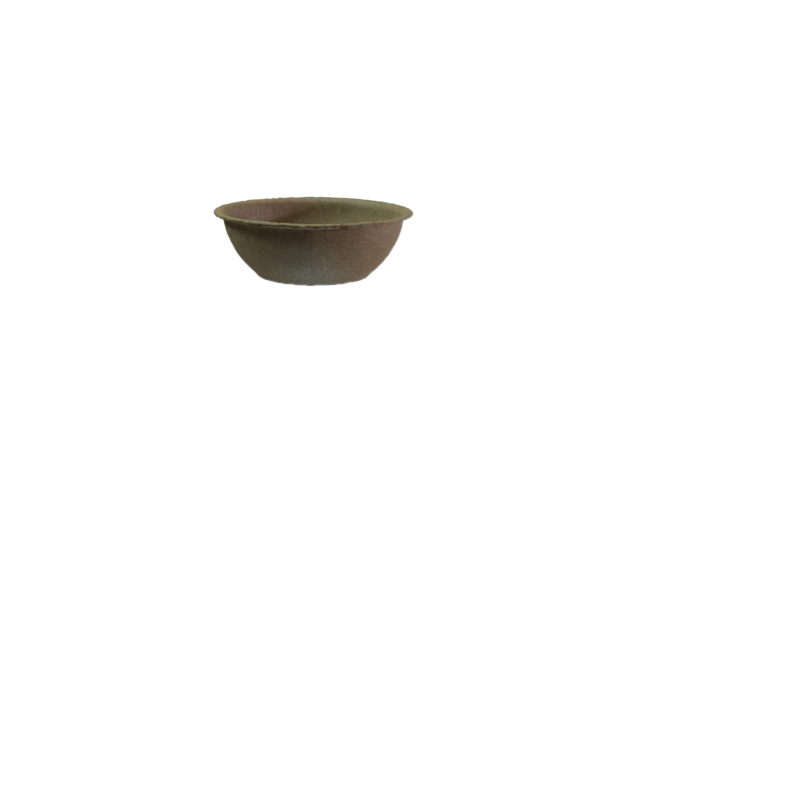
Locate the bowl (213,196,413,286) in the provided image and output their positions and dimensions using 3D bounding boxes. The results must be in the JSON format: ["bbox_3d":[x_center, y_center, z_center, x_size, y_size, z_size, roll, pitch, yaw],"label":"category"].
[{"bbox_3d":[-0.071,-0.129,0.904,0.162,0.053,0.168,-1,17,-2],"label":"bowl"}]
